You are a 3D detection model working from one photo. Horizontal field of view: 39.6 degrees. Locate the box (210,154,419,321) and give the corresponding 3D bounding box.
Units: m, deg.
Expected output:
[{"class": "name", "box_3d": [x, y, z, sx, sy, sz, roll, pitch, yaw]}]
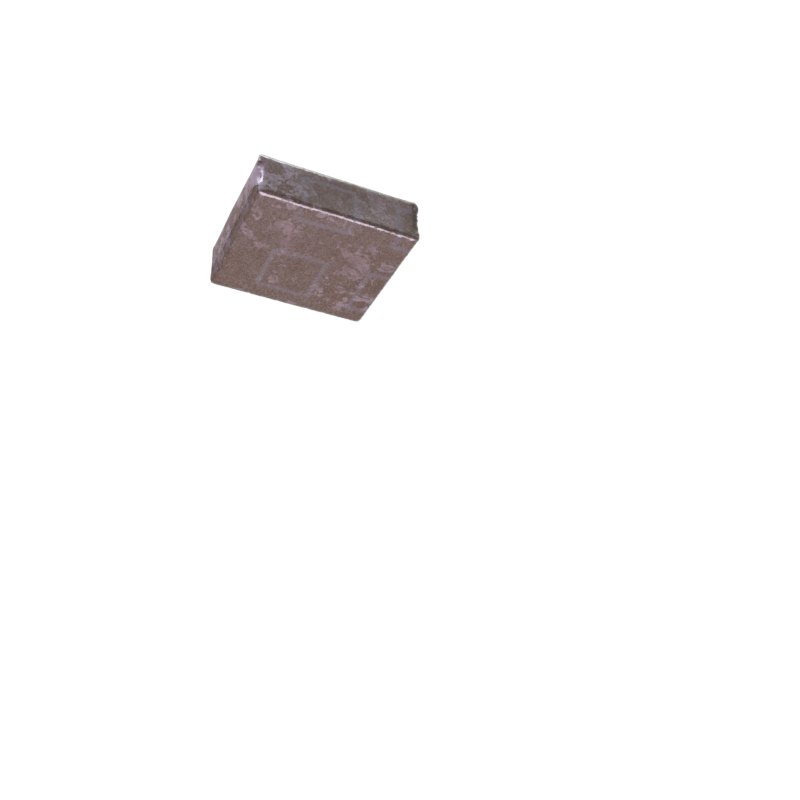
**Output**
[{"class": "box", "box_3d": [-0.045, -0.082, 0.575, 0.086, 0.032, 0.070, 15, -42, -18]}]
